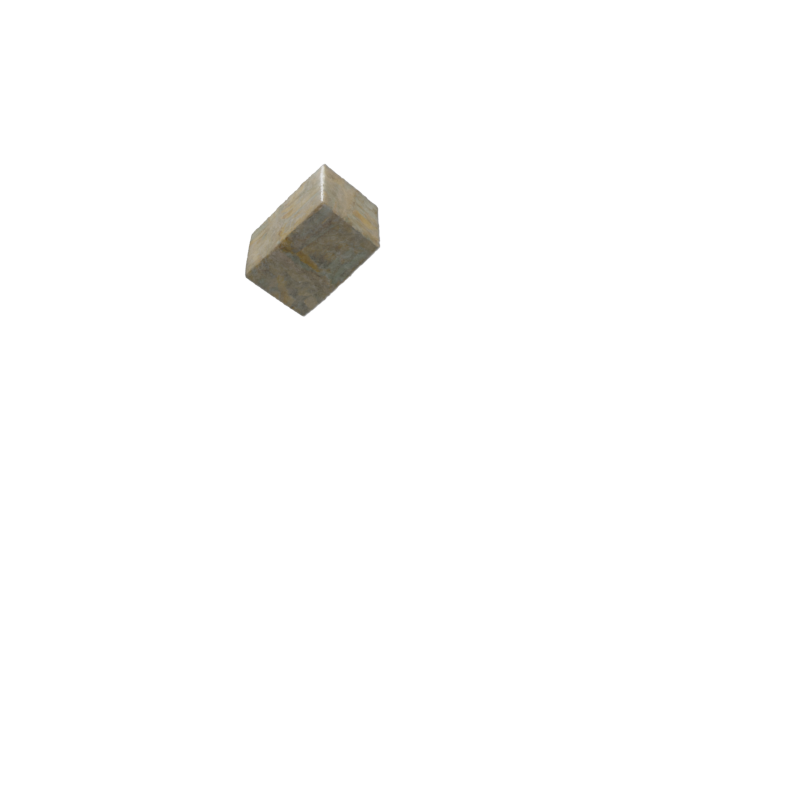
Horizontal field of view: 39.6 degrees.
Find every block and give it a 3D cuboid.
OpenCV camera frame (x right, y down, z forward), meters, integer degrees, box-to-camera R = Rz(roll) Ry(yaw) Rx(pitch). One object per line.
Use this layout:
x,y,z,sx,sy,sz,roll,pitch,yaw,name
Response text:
-0.058,-0.105,0.737,0.050,0.077,0.055,38,26,-26,block
